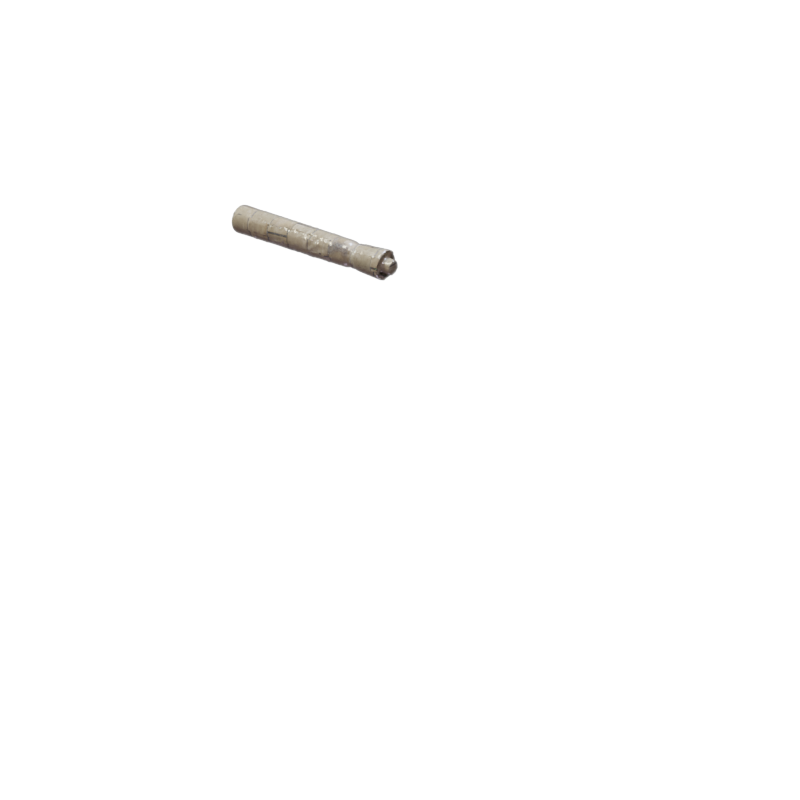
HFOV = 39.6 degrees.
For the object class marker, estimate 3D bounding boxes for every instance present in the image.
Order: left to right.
[{"bbox_3d":[-0.053,-0.098,0.683,0.128,0.019,0.019,22,15,33],"label":"marker"}]
